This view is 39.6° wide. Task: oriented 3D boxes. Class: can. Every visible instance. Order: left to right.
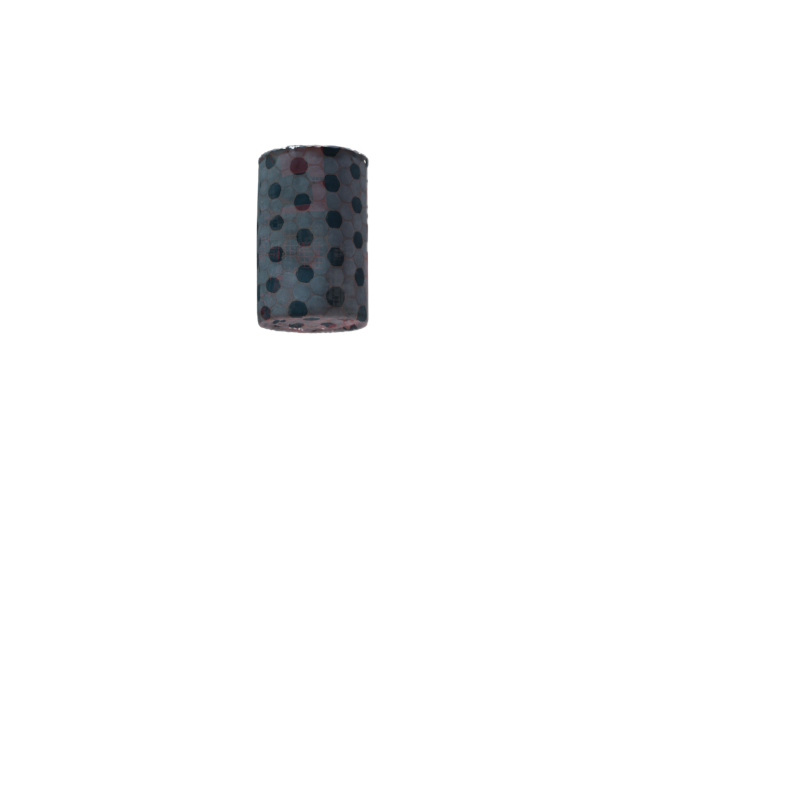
[{"bbox_3d":[-0.052,-0.095,0.666,0.068,0.105,0.067,0,-10,-2],"label":"can"}]
